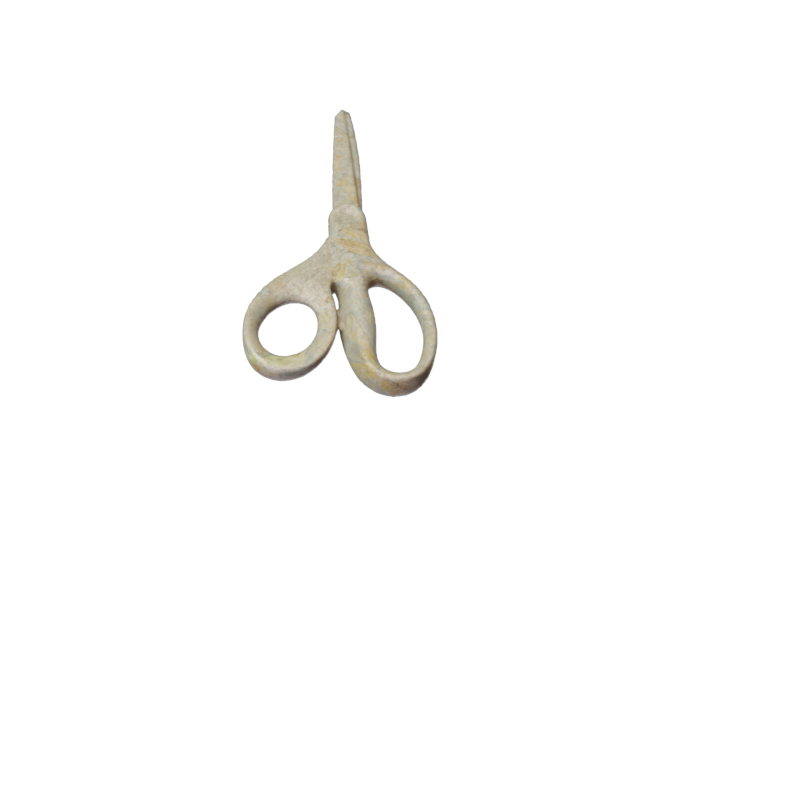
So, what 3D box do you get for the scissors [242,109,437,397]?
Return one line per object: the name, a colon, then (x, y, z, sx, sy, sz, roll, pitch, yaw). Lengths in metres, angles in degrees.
scissors: (-0.043, -0.078, 0.546, 0.095, 0.219, 0.015, -12, -42, -12)
